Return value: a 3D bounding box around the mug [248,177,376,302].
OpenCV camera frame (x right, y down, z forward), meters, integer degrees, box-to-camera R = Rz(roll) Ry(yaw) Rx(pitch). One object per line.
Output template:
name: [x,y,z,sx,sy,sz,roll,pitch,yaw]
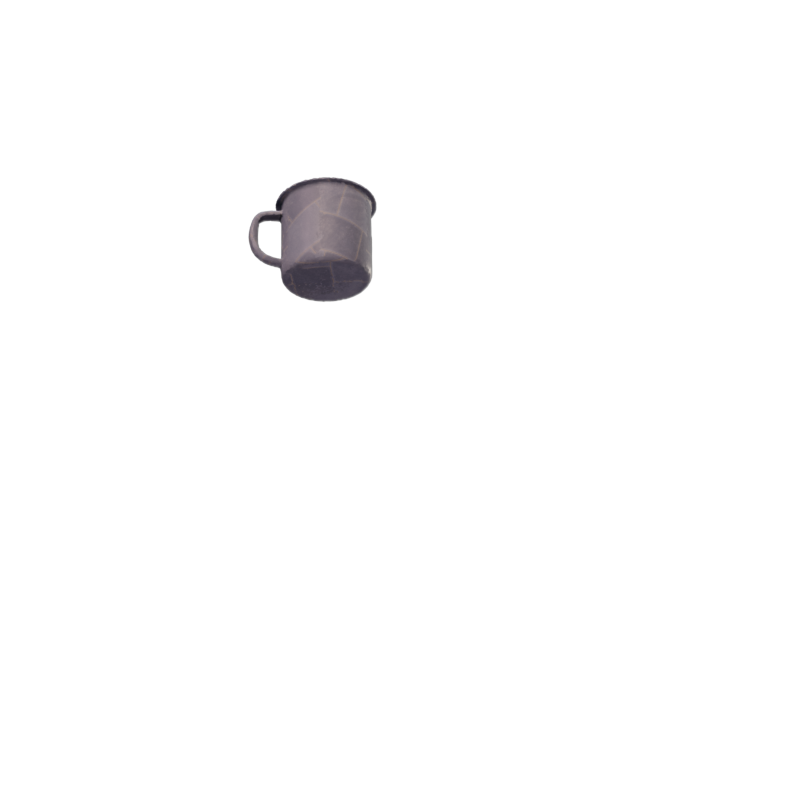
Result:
mug: [-0.078,-0.143,0.998,0.115,0.087,0.089,5,-29,-11]
